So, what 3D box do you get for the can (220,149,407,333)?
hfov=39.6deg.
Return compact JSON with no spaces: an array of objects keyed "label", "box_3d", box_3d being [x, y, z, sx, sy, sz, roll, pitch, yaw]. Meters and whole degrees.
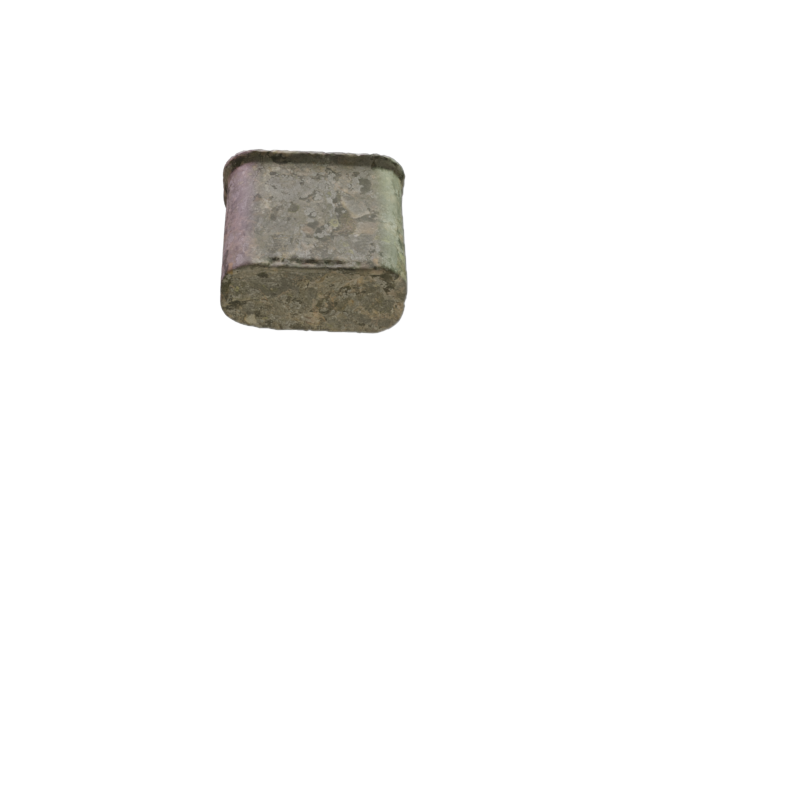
[{"label":"can","box_3d":[-0.047,-0.085,0.597,0.101,0.090,0.054,1,-39,-4]}]
